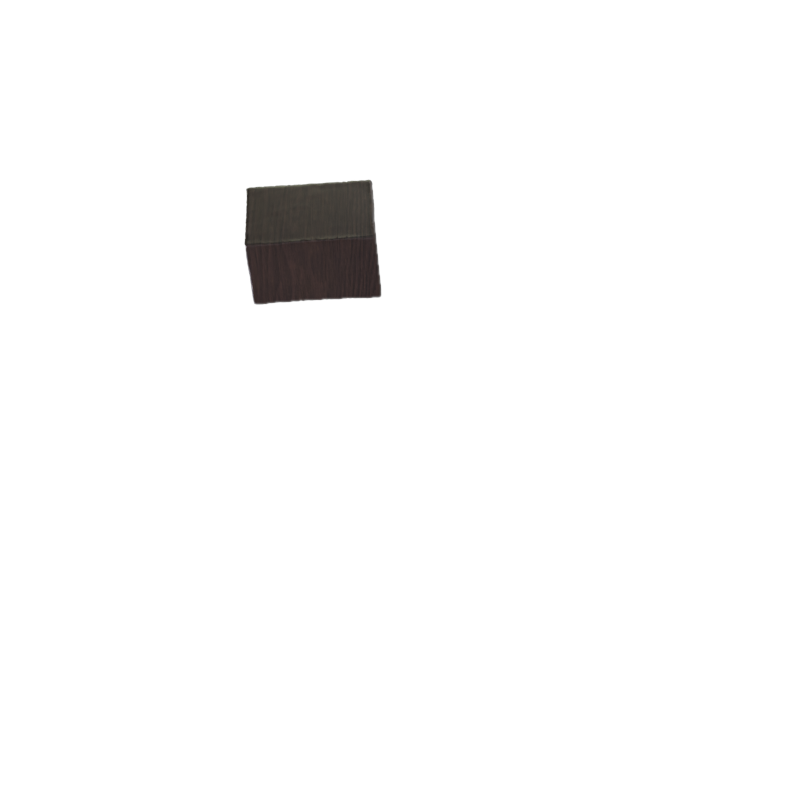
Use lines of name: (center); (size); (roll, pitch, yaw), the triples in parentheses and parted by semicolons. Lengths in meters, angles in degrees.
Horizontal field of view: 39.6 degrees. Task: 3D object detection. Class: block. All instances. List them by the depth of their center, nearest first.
block: (-0.052, -0.094, 0.662); (0.078, 0.055, 0.049); (-3, -42, 1)
